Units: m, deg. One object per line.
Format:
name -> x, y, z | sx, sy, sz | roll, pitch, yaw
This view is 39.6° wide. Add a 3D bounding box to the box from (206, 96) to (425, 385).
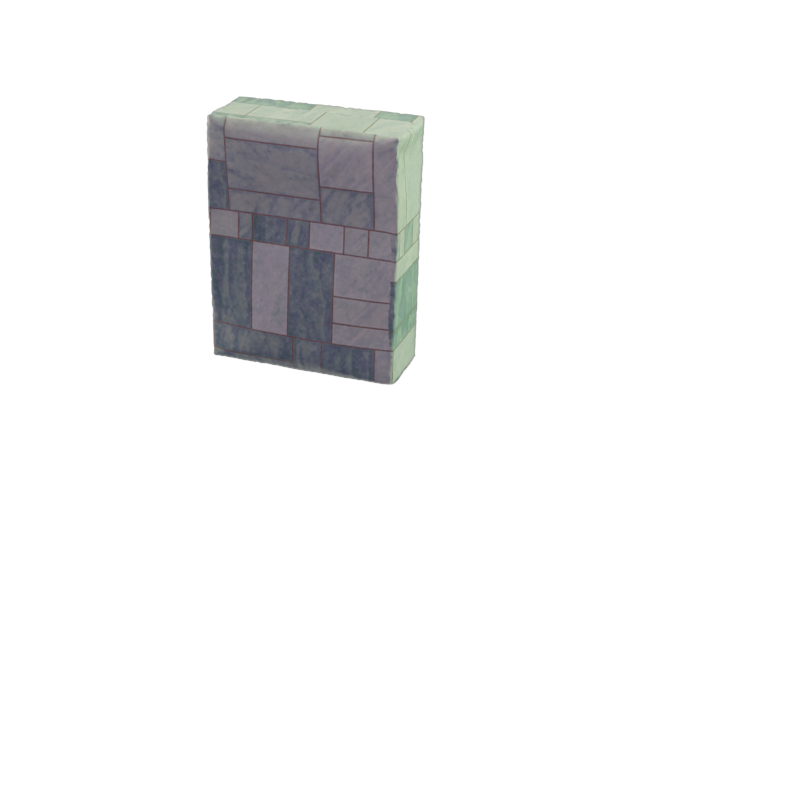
box -> -0.071, -0.129, 0.903 | 0.169, 0.203, 0.073 | 10, 26, 19
